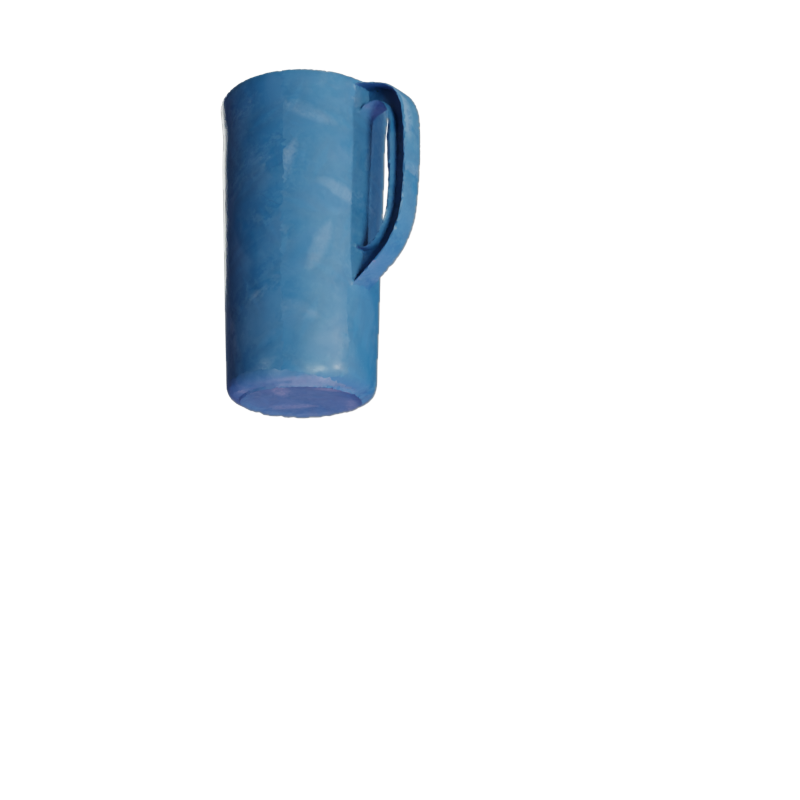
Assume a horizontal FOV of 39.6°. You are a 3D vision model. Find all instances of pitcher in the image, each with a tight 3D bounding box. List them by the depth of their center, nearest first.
[{"bbox_3d":[-0.065,-0.118,0.828,0.144,0.255,0.143,1,-21,-7],"label":"pitcher"}]
